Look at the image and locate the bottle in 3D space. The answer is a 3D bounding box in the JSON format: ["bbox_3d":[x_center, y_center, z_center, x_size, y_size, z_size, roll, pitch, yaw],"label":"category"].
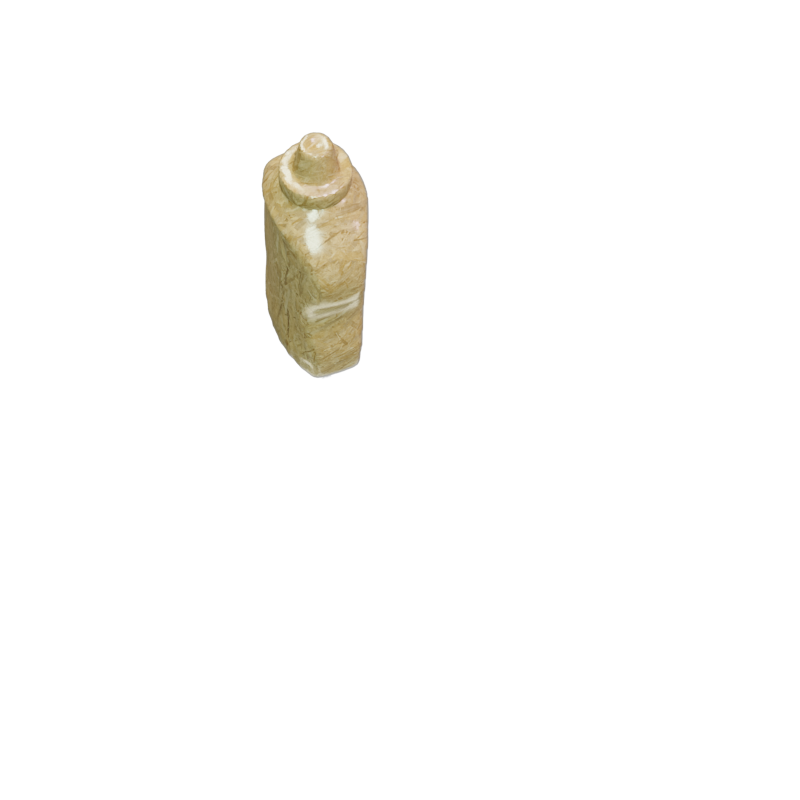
[{"bbox_3d":[-0.052,-0.095,0.667,0.058,0.103,0.181,-16,-25,-12],"label":"bottle"}]
